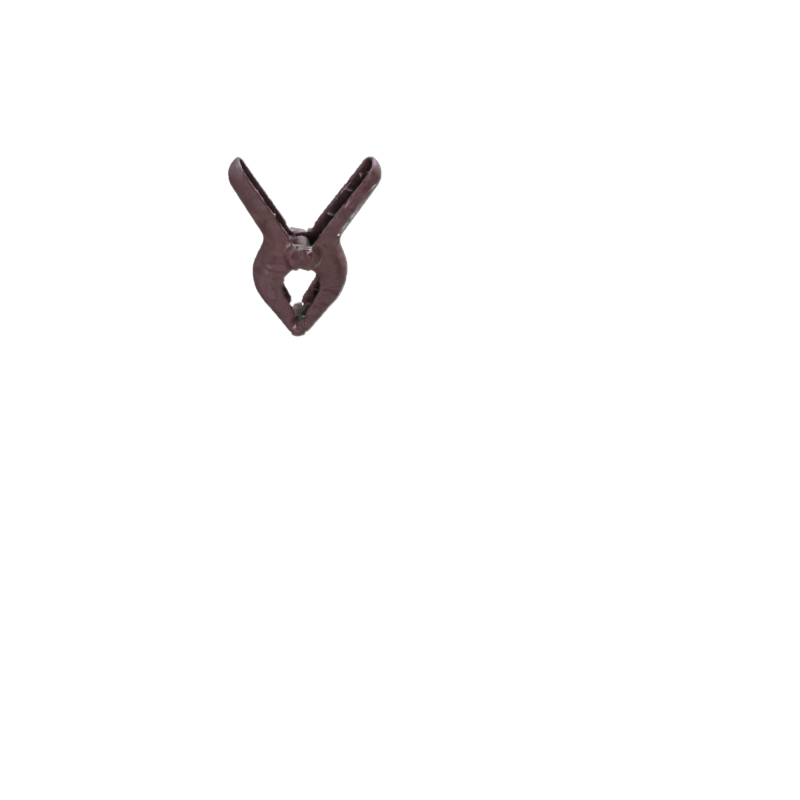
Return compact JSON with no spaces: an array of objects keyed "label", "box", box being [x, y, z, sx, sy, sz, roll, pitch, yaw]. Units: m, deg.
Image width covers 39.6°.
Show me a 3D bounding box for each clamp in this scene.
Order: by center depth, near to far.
[{"label":"clamp","box":[-0.071,-0.130,0.910,0.120,0.159,0.042,-3,39,2]}]
